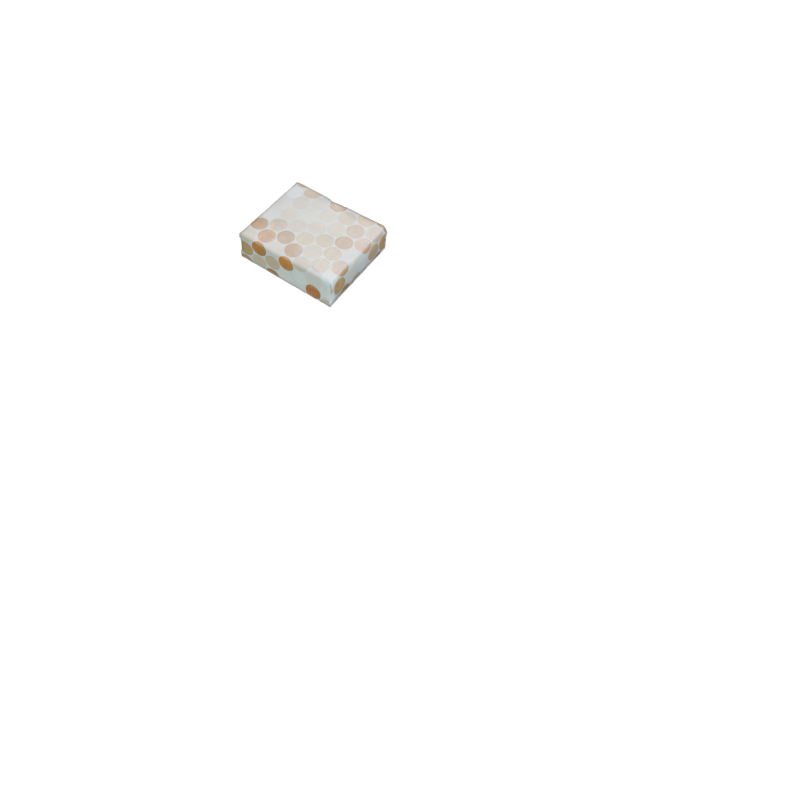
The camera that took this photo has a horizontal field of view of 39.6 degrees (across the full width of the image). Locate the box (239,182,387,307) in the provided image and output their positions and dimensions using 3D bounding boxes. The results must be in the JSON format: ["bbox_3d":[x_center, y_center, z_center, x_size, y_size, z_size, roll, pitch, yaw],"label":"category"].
[{"bbox_3d":[-0.067,-0.122,0.852,0.094,0.028,0.075,29,55,22],"label":"box"}]
